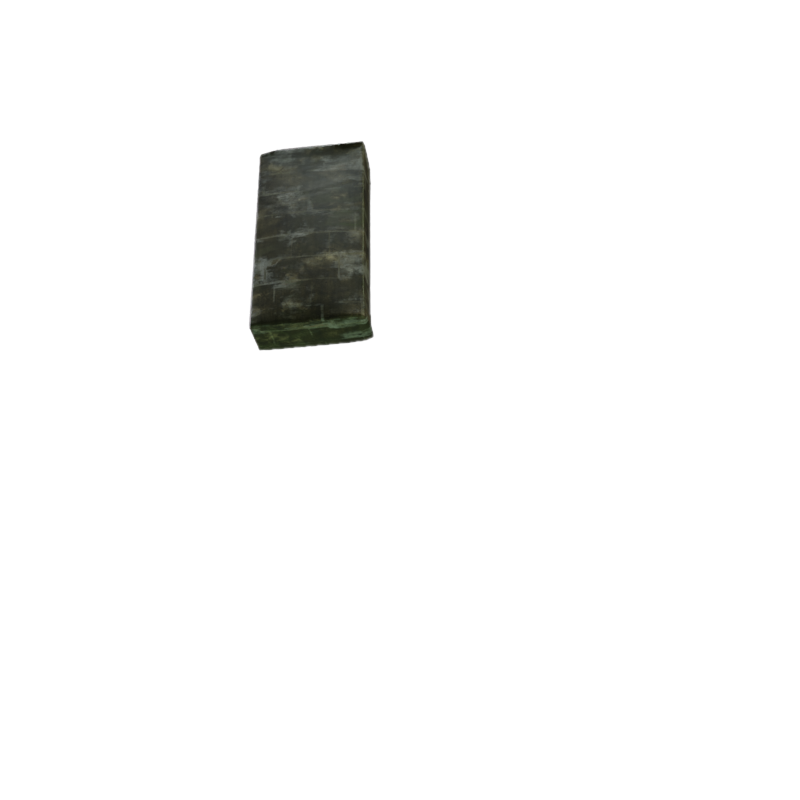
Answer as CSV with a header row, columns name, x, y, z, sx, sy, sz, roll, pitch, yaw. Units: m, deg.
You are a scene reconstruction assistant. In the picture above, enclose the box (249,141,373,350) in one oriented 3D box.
name,x,y,z,sx,sy,sz,roll,pitch,yaw
box,-0.071,-0.129,0.902,0.094,0.188,0.045,-6,-31,7
